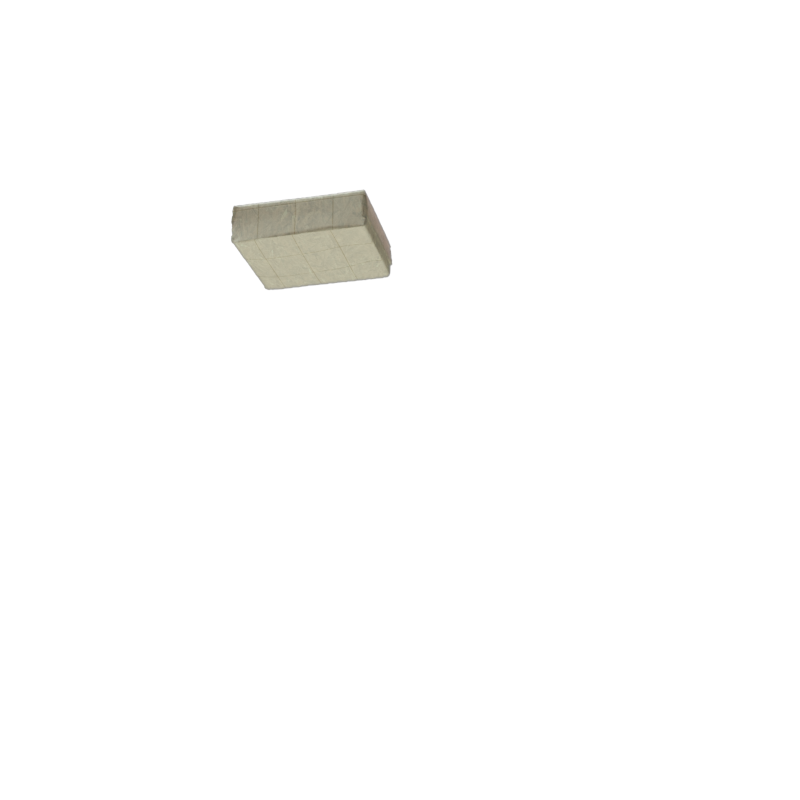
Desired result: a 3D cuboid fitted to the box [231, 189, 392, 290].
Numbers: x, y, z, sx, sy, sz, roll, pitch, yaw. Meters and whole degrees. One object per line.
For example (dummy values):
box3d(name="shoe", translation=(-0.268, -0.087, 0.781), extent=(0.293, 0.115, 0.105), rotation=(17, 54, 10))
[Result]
box3d(name="box", translation=(-0.071, -0.129, 0.905), extent=(0.115, 0.041, 0.084), rotation=(-6, -25, 13))
